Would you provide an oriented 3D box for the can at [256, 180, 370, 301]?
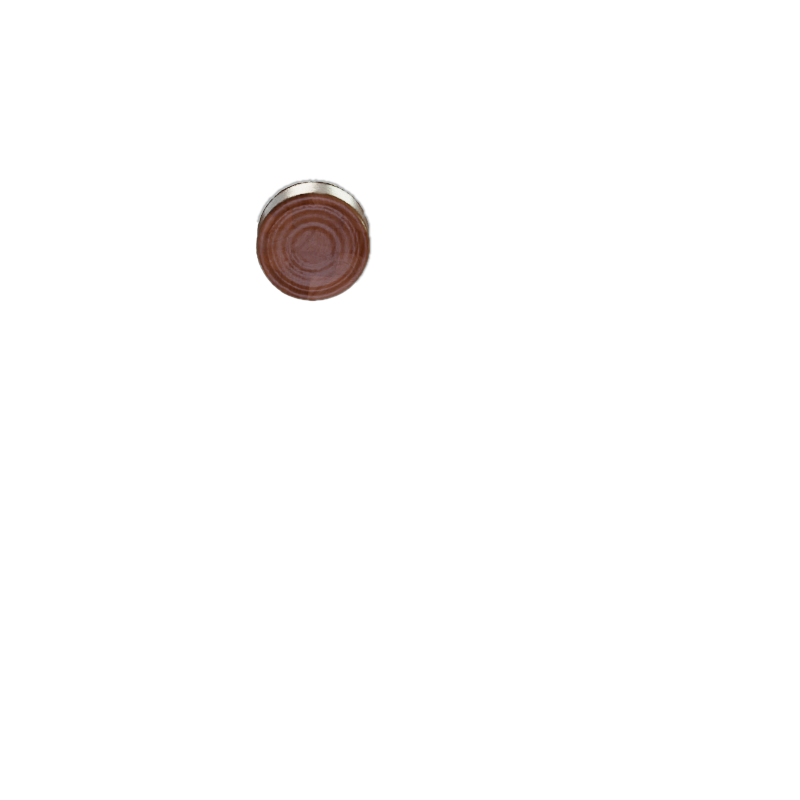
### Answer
[{"bbox_3d":[-0.065,-0.118,0.826,0.086,0.082,0.035,0,21,-1],"label":"can"}]
